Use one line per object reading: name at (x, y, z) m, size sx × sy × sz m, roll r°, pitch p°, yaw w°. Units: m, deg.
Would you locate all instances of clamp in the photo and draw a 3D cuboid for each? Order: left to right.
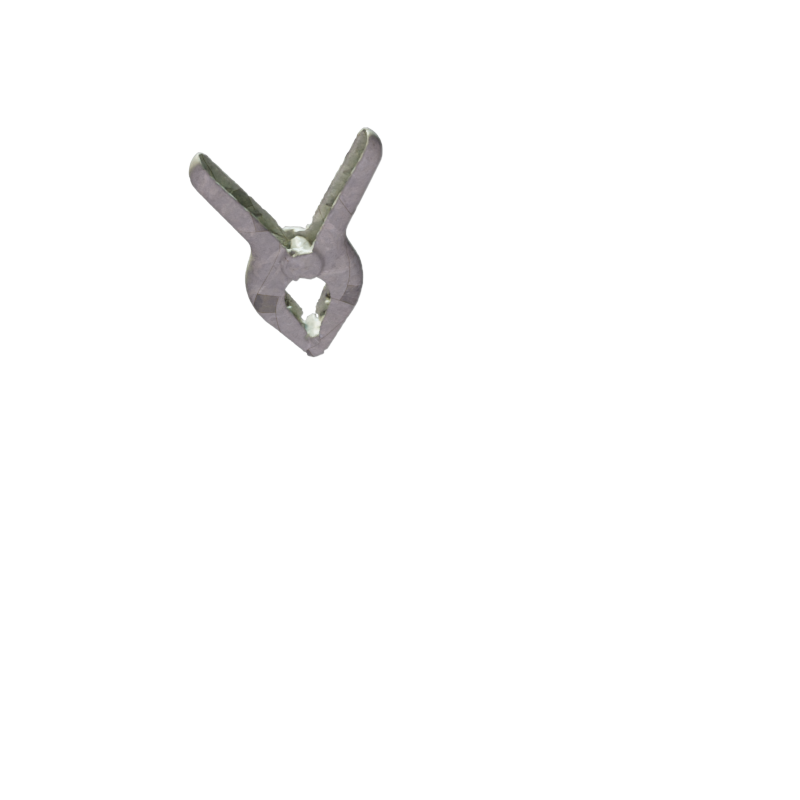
clamp at (-0.057, -0.104, 0.727) m, size 0.121 × 0.158 × 0.042 m, roll -11°, pitch 41°, yaw 9°
